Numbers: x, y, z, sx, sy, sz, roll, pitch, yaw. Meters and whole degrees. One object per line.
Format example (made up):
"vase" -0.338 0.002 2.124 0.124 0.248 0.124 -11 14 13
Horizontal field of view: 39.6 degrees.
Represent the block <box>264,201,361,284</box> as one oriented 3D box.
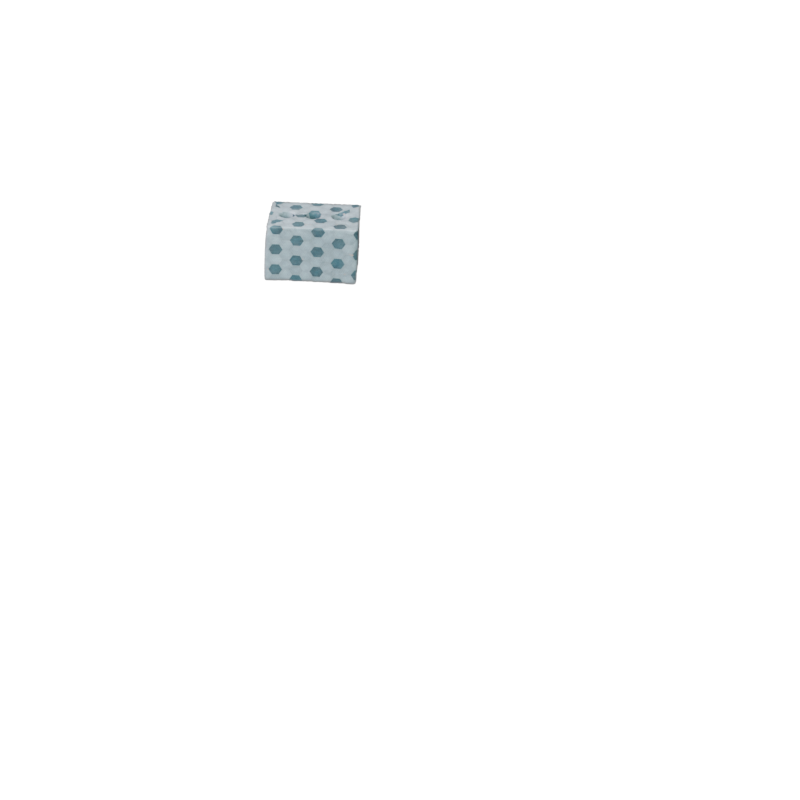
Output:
"block" -0.073 -0.133 0.934 0.078 0.048 0.056 2 32 3
